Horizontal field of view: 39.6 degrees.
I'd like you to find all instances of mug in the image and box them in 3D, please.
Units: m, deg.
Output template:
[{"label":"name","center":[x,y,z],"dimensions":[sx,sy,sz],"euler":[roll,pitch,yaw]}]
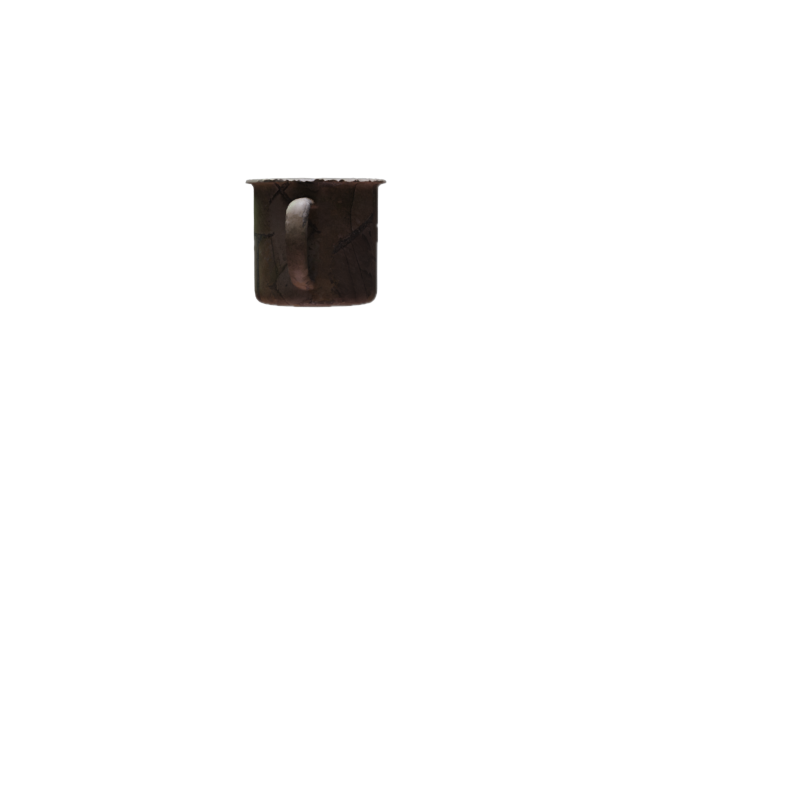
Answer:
[{"label":"mug","center":[-0.056,-0.103,0.721],"dimensions":[0.094,0.081,0.118],"euler":[1,7,5]}]
